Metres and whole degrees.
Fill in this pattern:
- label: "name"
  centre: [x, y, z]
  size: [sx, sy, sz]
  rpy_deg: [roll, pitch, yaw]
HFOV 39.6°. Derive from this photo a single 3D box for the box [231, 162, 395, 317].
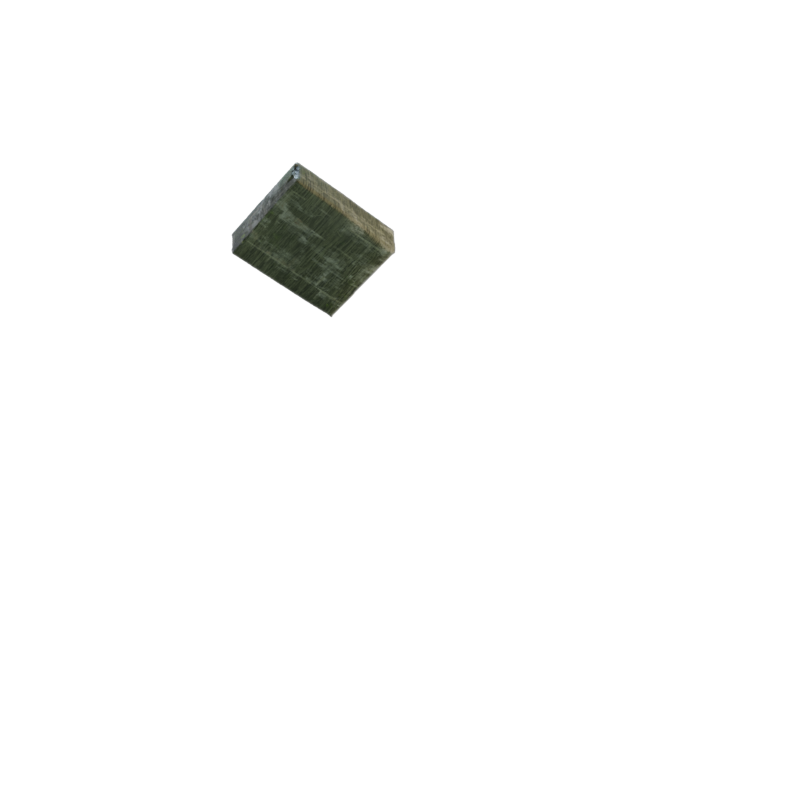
- label: "box"
  centre: [-0.074, -0.135, 0.945]
  size: [0.108, 0.088, 0.041]
  rpy_deg: [35, 27, -21]
